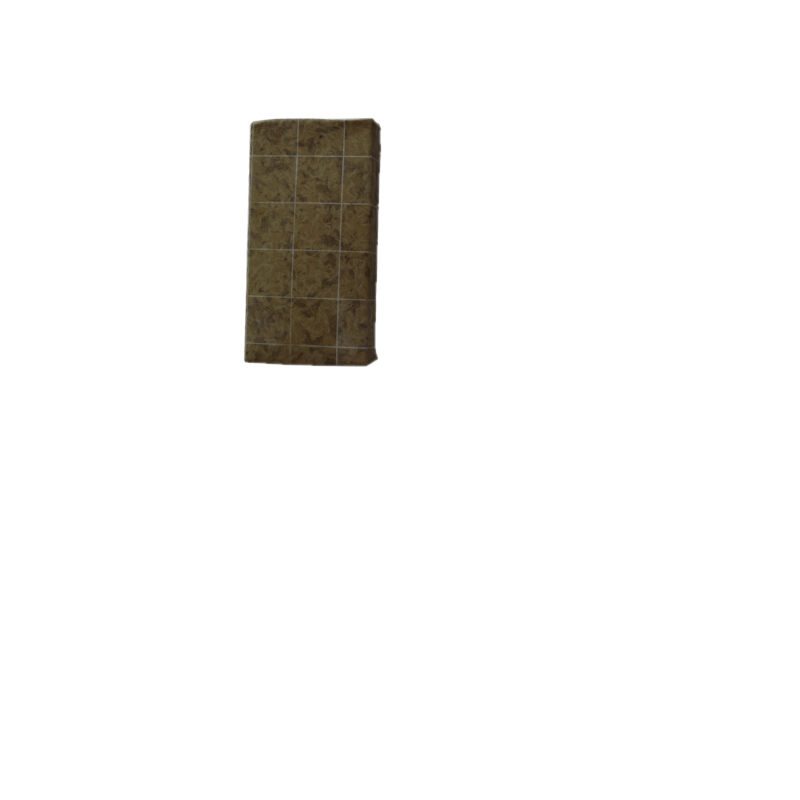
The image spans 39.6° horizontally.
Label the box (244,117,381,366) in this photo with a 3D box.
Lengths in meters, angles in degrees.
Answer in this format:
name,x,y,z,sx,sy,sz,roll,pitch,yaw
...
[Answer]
name,x,y,z,sx,sy,sz,roll,pitch,yaw
box,-0.063,-0.114,0.802,0.095,0.176,0.047,0,0,12
